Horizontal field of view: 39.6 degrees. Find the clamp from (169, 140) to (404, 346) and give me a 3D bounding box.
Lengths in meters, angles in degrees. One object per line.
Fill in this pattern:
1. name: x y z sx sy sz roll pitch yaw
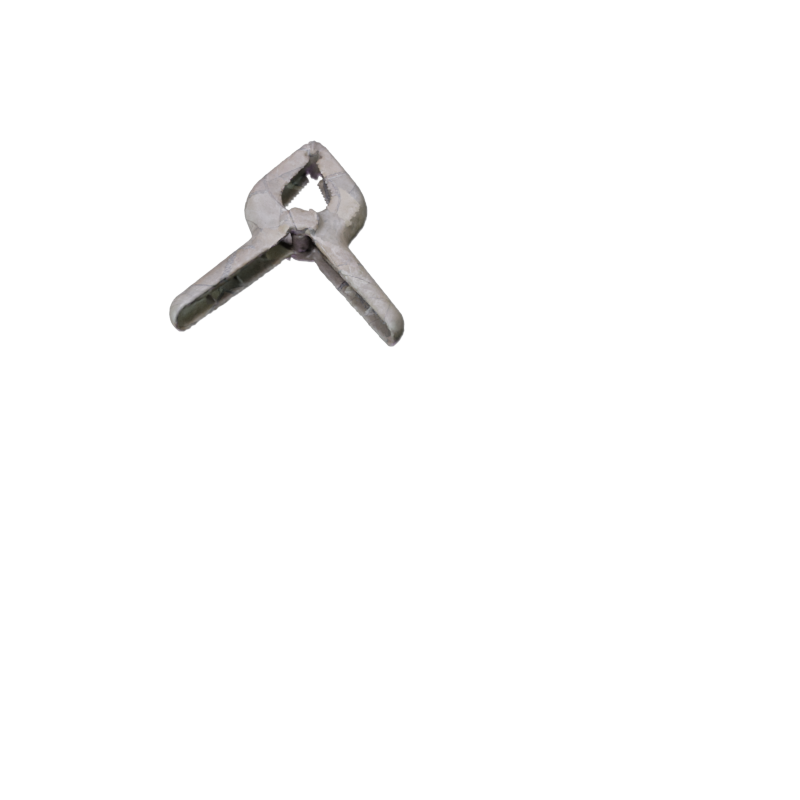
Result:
1. clamp: -0.065 -0.119 0.835 0.167 0.222 0.034 8 -43 8
